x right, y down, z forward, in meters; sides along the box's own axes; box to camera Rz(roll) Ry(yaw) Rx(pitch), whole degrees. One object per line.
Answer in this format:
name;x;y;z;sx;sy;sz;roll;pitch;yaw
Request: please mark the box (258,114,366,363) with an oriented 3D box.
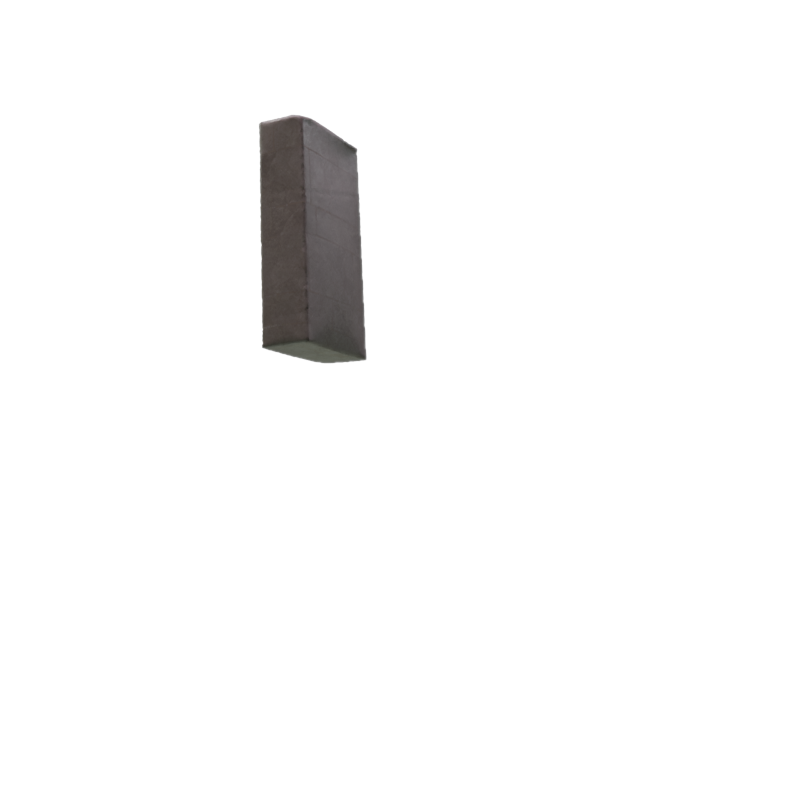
box;-0.066;-0.121;0.846;0.049;0.182;0.088;-8;-15;27
